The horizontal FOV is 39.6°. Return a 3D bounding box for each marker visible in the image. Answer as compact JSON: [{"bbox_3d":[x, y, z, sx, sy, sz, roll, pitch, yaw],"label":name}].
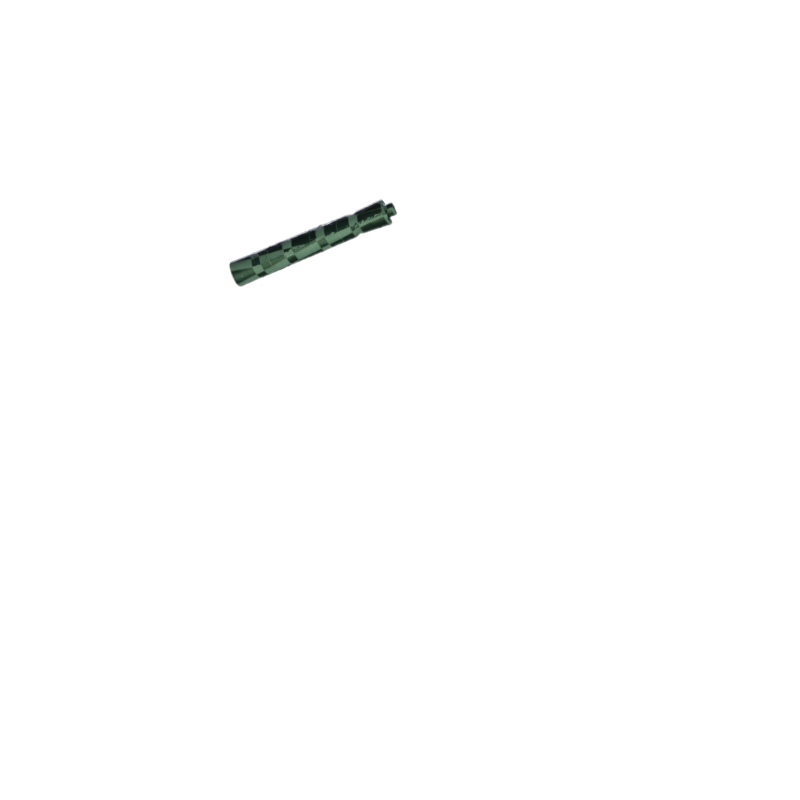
[{"bbox_3d":[-0.059,-0.108,0.760,0.121,0.020,0.020,-21,0,11],"label":"marker"}]
